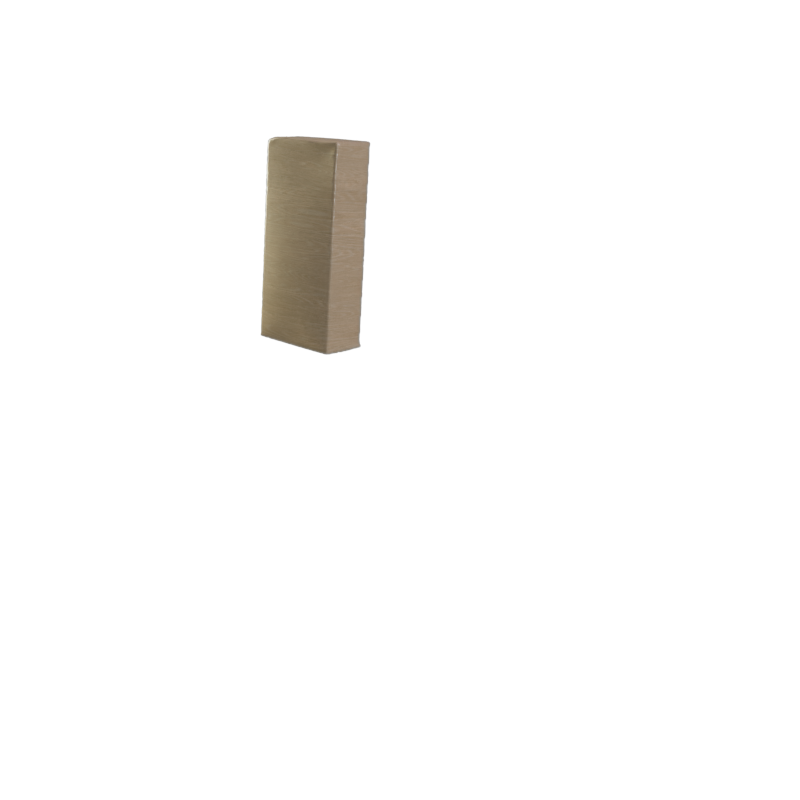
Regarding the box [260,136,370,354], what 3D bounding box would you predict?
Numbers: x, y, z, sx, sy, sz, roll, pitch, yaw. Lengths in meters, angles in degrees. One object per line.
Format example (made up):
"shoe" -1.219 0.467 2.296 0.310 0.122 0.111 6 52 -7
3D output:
"box" -0.074 -0.135 0.943 0.047 0.173 0.098 -8 13 -43
